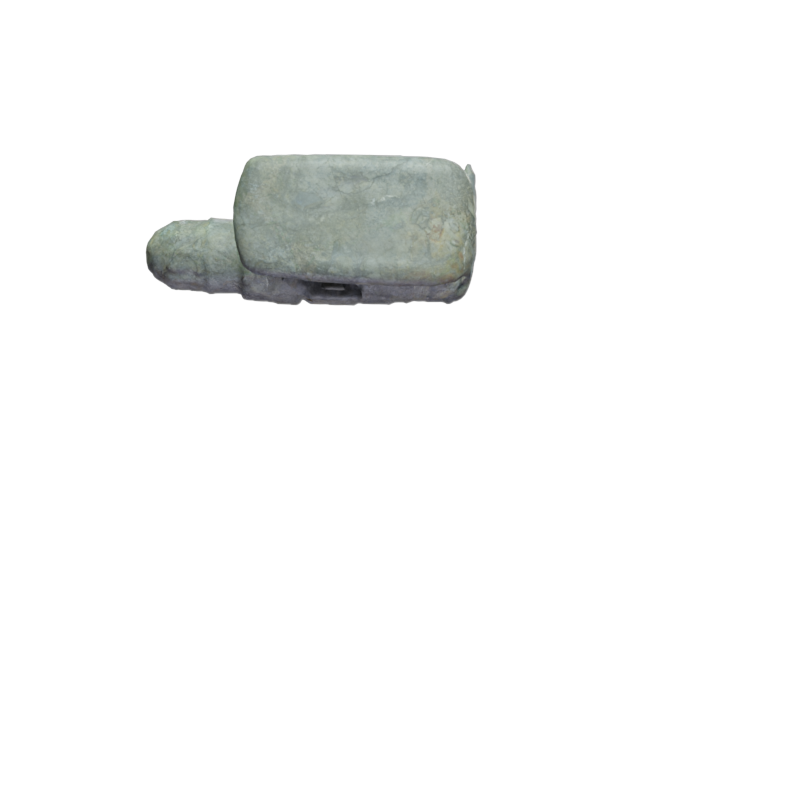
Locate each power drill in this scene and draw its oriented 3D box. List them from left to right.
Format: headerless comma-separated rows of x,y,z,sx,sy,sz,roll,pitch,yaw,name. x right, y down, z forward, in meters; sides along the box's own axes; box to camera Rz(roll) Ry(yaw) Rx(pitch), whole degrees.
-0.044,-0.080,0.561,0.184,0.058,0.187,0,1,-4,power drill
